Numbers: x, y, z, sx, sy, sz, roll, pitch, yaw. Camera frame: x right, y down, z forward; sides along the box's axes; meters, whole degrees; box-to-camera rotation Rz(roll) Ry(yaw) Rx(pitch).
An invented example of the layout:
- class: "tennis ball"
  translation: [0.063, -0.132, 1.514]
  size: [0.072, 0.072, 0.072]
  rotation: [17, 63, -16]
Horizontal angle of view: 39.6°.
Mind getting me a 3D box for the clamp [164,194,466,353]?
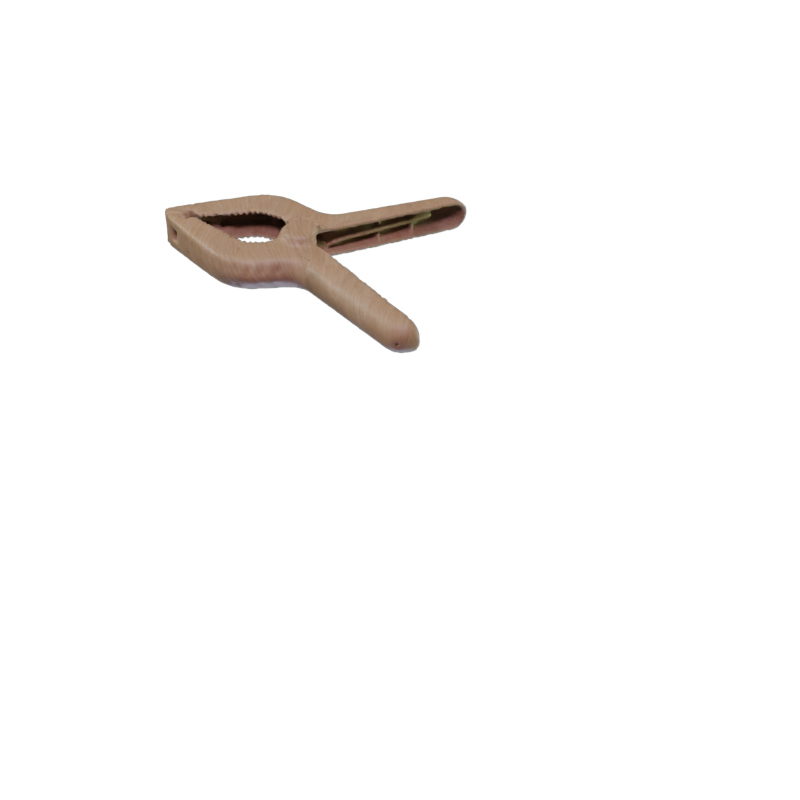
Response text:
- class: "clamp"
  translation: [-0.061, -0.111, 0.775]
  size: [0.217, 0.034, 0.170]
  rotation: [15, 41, 18]
